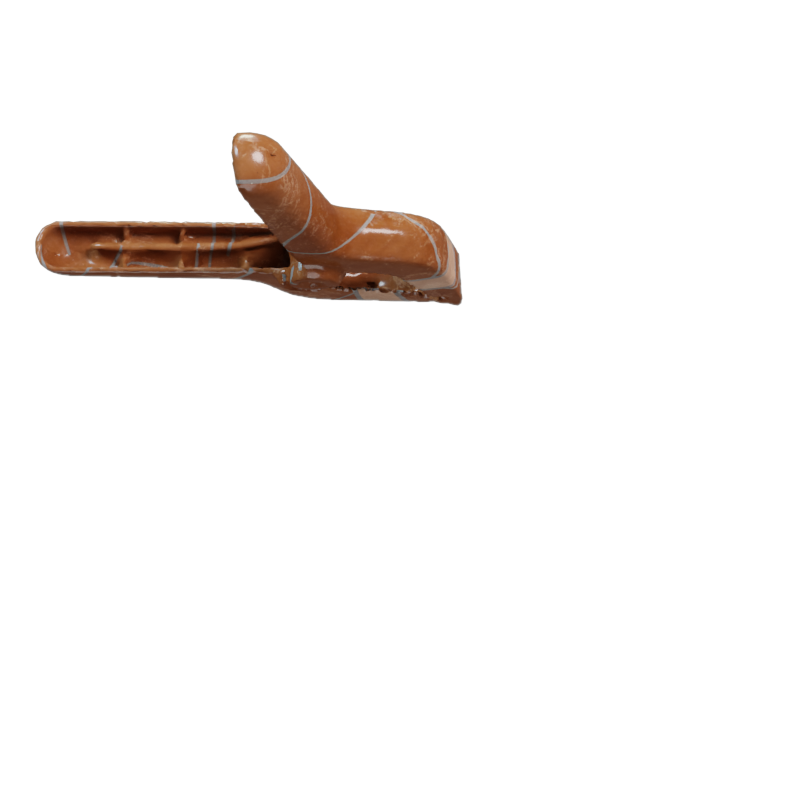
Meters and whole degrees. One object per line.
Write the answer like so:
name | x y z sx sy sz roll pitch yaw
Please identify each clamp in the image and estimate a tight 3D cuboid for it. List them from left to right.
clamp | -0.040 -0.073 0.510 0.201 0.037 0.167 6 -10 -35
